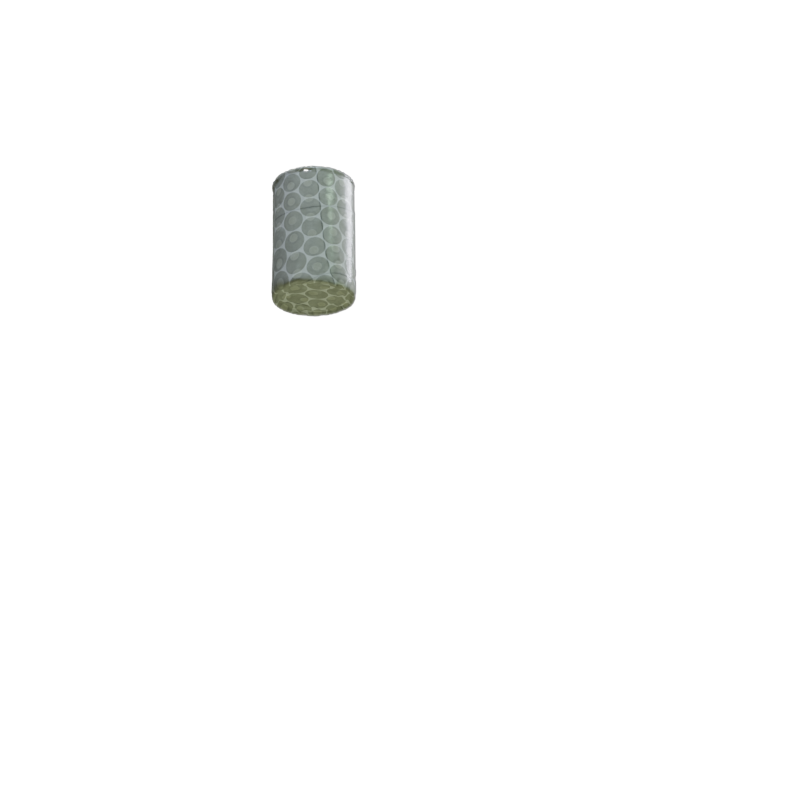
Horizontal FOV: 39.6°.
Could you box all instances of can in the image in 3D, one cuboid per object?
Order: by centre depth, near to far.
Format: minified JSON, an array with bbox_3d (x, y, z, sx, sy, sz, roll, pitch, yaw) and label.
[{"bbox_3d":[-0.069,-0.126,0.884,0.068,0.108,0.065,0,-25,-2],"label":"can"}]
